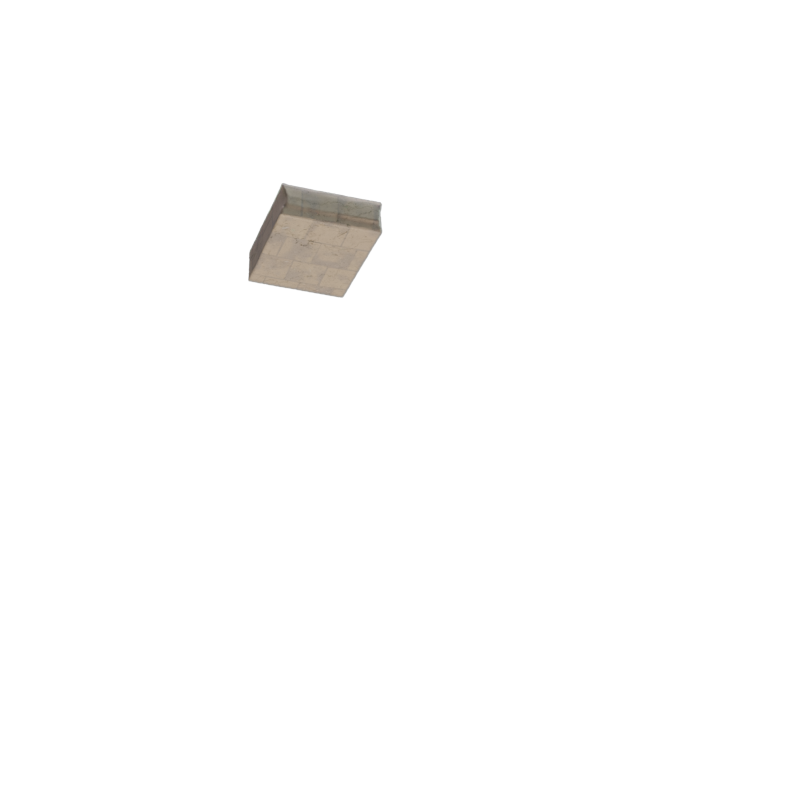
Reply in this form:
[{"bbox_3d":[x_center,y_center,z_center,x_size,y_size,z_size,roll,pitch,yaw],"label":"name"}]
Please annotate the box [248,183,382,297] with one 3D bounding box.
[{"bbox_3d":[-0.061,-0.111,0.779,0.071,0.032,0.086,10,-32,-17],"label":"box"}]
